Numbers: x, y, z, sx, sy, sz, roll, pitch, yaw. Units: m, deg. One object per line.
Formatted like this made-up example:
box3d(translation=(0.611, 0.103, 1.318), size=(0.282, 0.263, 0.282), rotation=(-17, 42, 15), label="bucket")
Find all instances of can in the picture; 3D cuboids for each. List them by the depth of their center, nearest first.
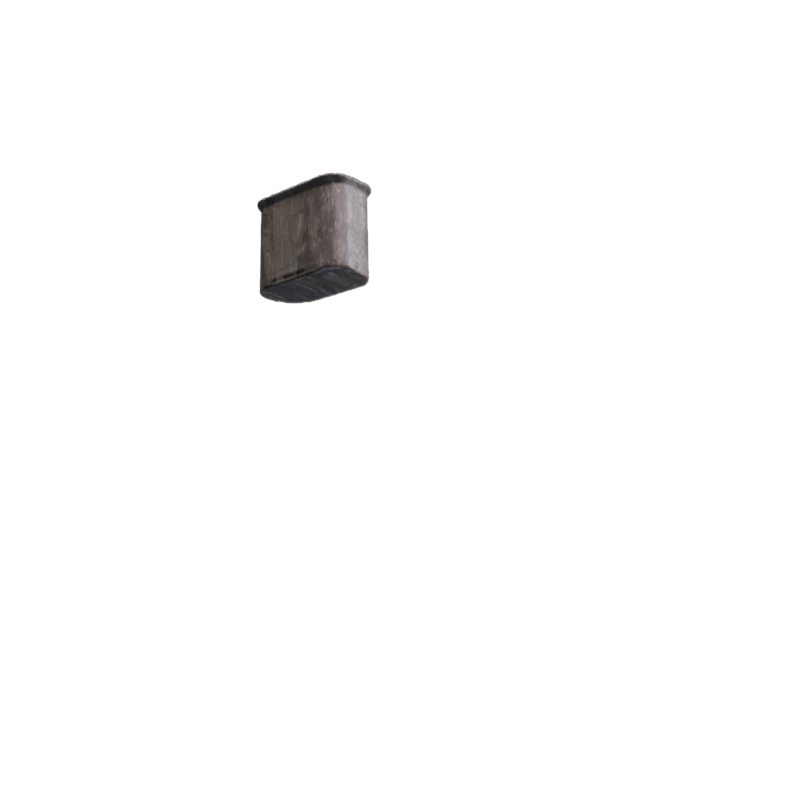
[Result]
box3d(translation=(-0.073, -0.133, 0.932), size=(0.103, 0.088, 0.054), rotation=(-15, -24, 38), label="can")
